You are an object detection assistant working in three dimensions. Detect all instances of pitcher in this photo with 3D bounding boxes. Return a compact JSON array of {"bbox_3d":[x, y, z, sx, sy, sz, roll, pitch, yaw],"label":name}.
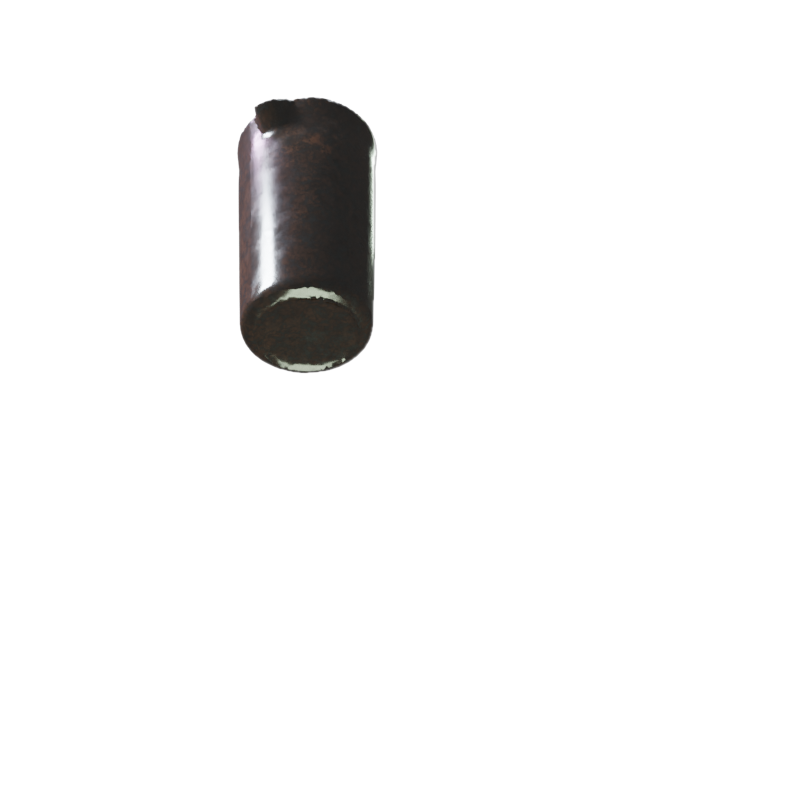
[{"bbox_3d":[-0.077,-0.140,0.981,0.145,0.261,0.138,12,-45,-16],"label":"pitcher"}]
